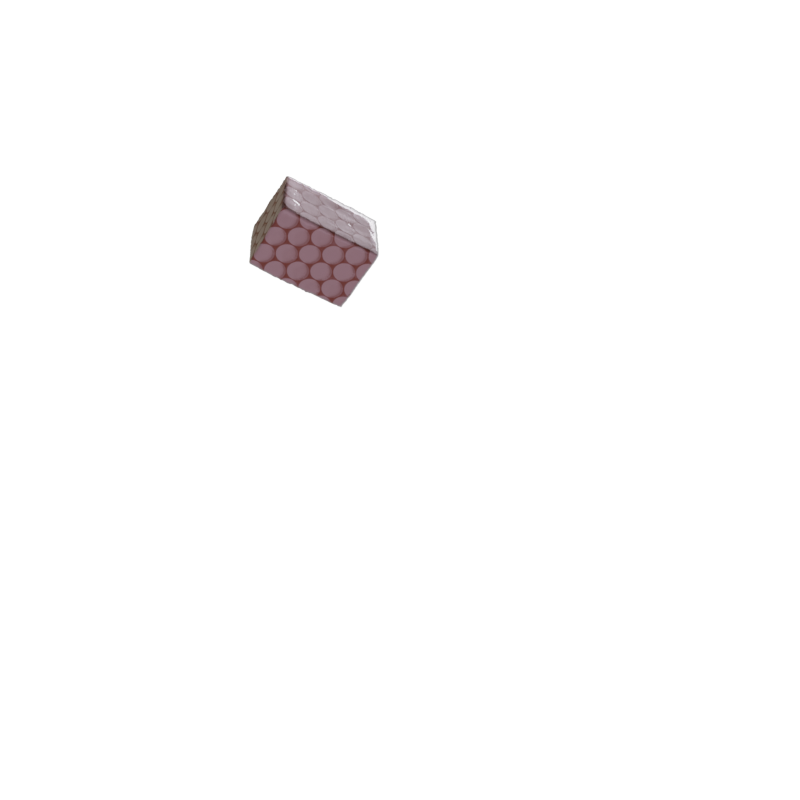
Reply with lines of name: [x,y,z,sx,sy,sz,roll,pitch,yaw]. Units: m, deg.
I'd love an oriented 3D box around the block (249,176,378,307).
block: [-0.062,-0.113,0.789,0.075,0.051,0.055,26,30,-18]
